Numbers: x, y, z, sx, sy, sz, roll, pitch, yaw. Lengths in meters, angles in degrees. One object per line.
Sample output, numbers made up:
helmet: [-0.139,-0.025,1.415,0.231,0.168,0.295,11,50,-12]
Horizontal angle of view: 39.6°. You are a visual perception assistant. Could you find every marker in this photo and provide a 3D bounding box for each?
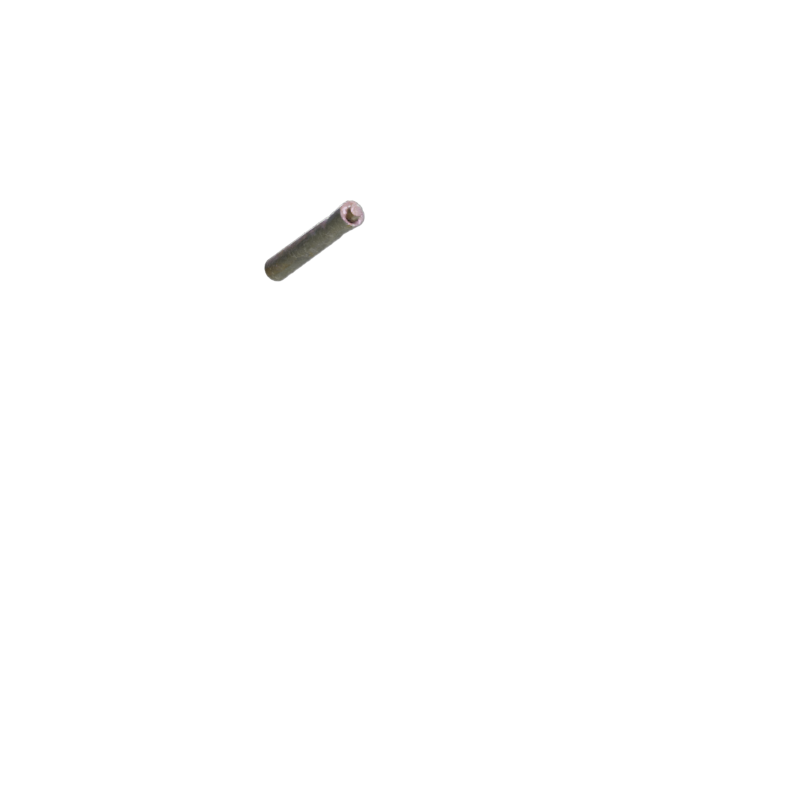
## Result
marker: [-0.060,-0.110,0.771,0.019,0.020,0.121,-2,-12,-33]
